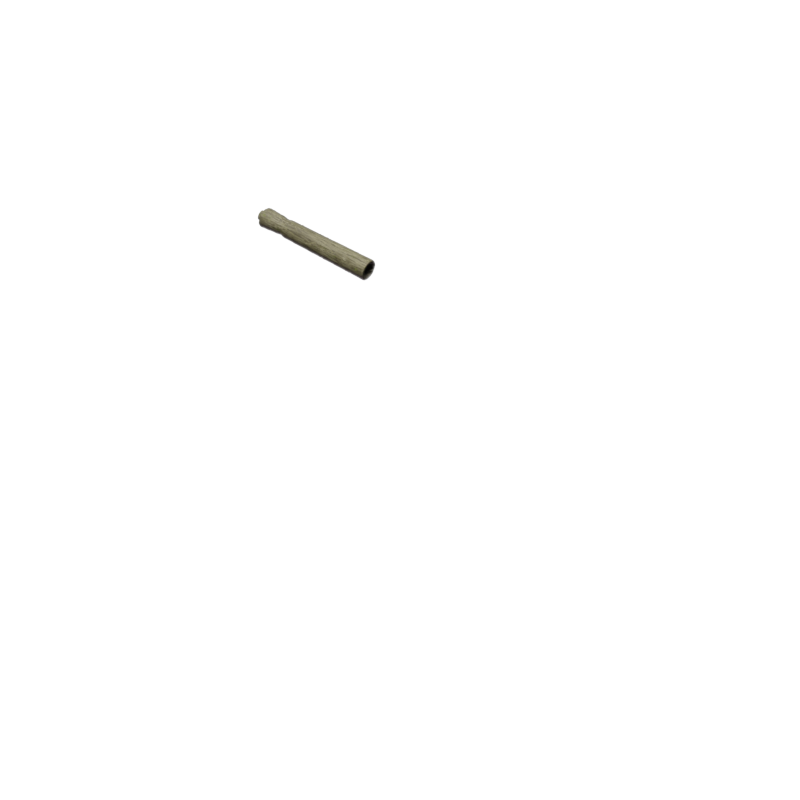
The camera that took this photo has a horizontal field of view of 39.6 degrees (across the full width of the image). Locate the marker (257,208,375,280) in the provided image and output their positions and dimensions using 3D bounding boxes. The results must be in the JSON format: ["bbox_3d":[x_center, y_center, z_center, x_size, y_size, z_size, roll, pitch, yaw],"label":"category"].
[{"bbox_3d":[-0.076,-0.138,0.965,0.128,0.019,0.019,30,18,27],"label":"marker"}]
